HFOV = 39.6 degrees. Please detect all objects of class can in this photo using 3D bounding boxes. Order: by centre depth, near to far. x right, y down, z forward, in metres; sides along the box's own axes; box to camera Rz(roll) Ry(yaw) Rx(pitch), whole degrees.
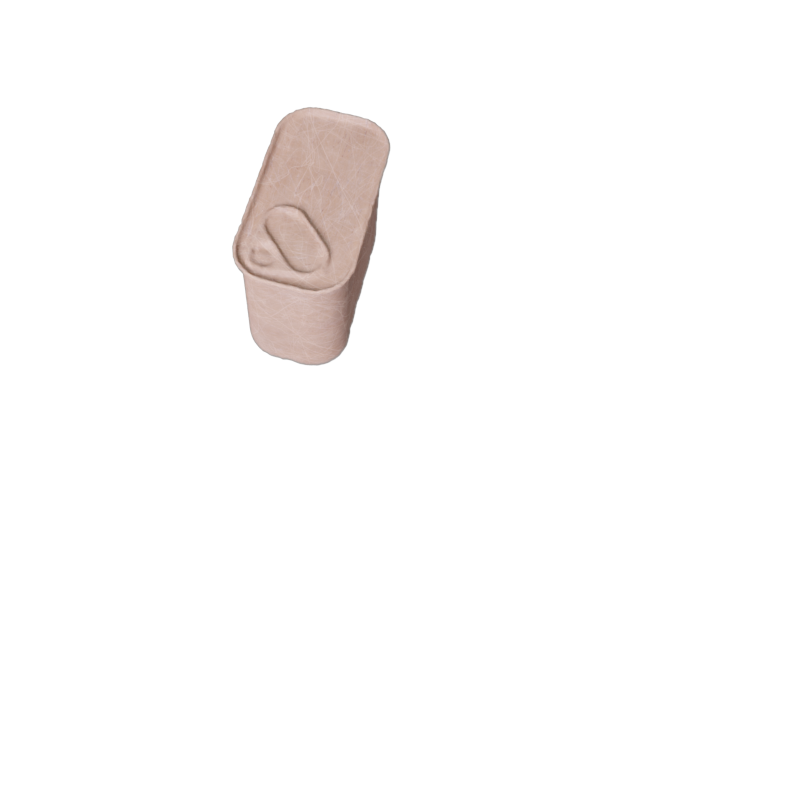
[{"bbox_3d":[-0.043,-0.079,0.551,0.058,0.107,0.079,13,-28,4],"label":"can"}]
